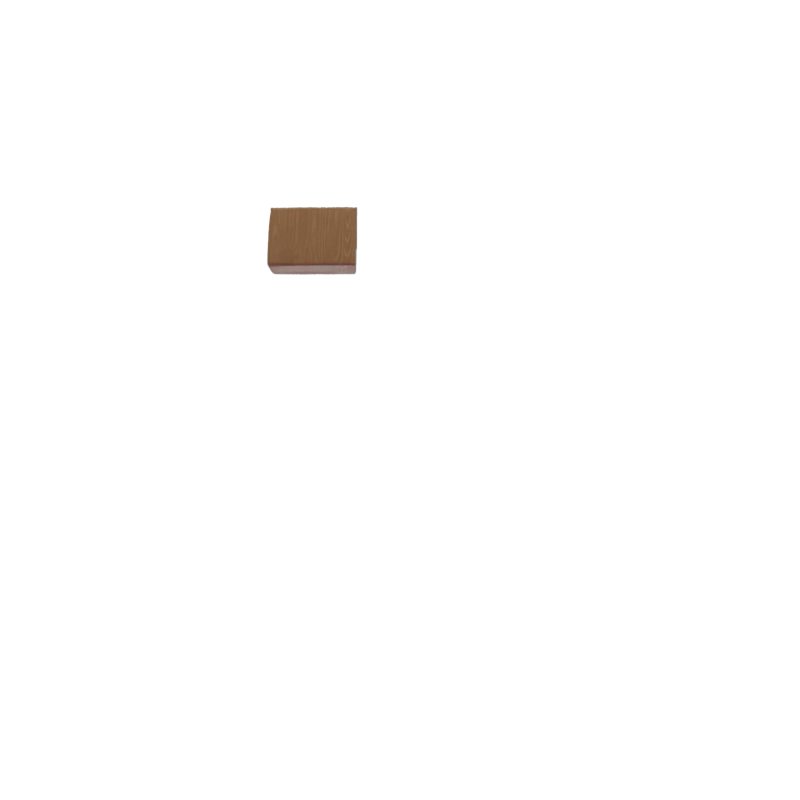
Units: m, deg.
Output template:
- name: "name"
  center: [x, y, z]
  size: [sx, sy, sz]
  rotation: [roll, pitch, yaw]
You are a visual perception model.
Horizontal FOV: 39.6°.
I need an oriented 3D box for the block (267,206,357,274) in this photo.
- name: "block"
  center: [-0.077, -0.140, 0.979]
  size: [0.078, 0.052, 0.052]
  rotation: [0, -7, 0]
